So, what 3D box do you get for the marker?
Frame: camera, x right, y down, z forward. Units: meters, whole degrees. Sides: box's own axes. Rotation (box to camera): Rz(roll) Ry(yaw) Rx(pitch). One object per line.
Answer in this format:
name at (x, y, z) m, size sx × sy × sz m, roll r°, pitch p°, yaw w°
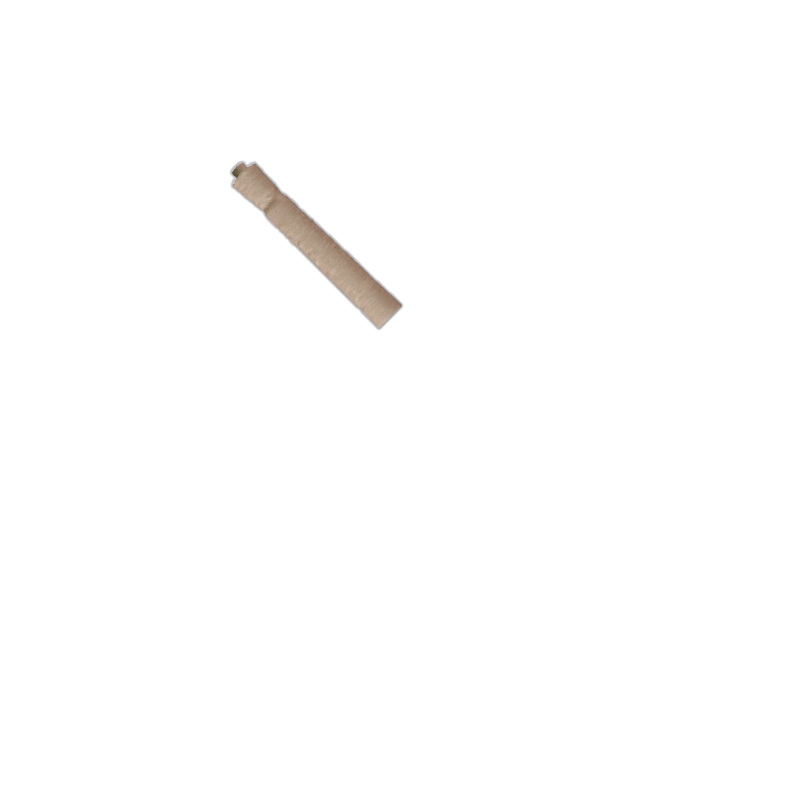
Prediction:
marker at (-0.048, -0.088, 0.617) m, size 0.123 × 0.020 × 0.019 m, roll 45°, pitch 7°, yaw 6°
